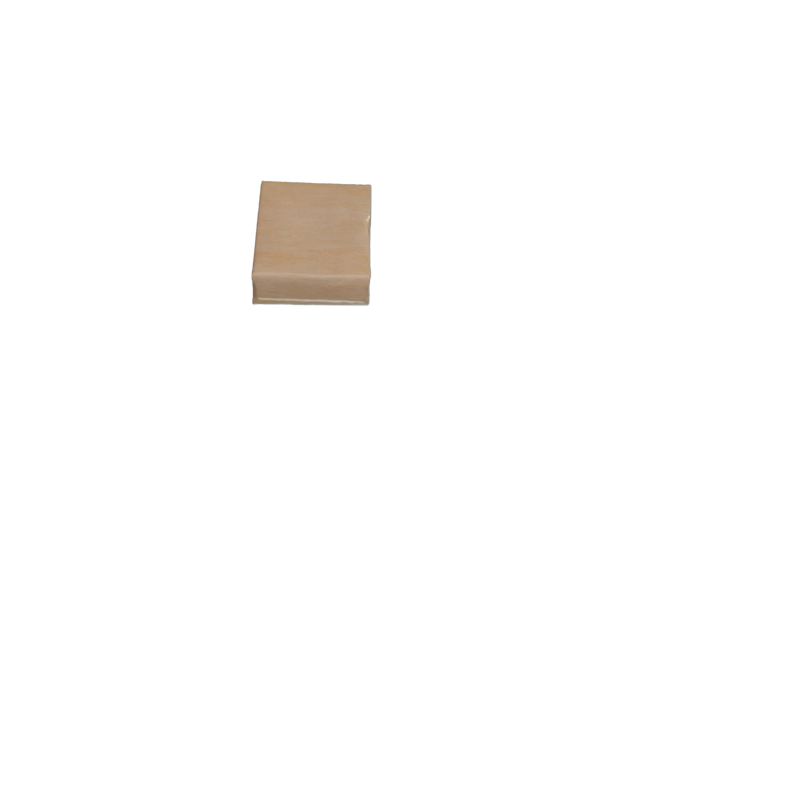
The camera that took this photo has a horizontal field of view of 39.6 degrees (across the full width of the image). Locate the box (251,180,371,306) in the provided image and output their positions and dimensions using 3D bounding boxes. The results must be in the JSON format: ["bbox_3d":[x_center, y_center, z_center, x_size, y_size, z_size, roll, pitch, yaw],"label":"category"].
[{"bbox_3d":[-0.055,-0.100,0.702,0.073,0.096,0.028,1,-42,0],"label":"box"}]
